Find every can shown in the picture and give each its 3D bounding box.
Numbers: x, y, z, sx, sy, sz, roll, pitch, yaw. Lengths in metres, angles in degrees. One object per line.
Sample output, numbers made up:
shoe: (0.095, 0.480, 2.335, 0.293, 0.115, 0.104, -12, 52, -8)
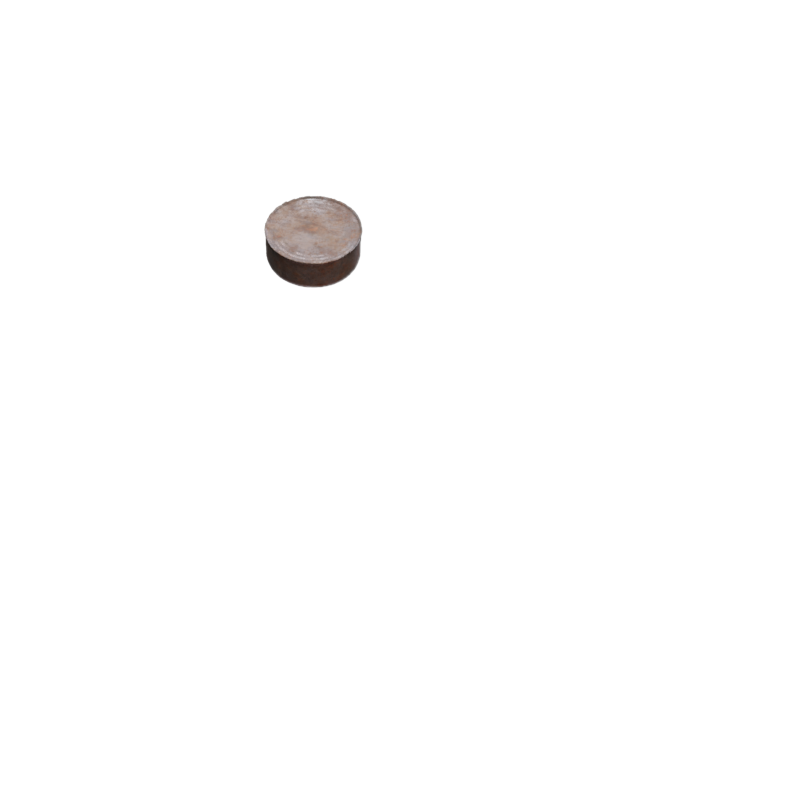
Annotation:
can: (-0.077, -0.140, 0.982, 0.086, 0.092, 0.031, -1, -42, -1)
